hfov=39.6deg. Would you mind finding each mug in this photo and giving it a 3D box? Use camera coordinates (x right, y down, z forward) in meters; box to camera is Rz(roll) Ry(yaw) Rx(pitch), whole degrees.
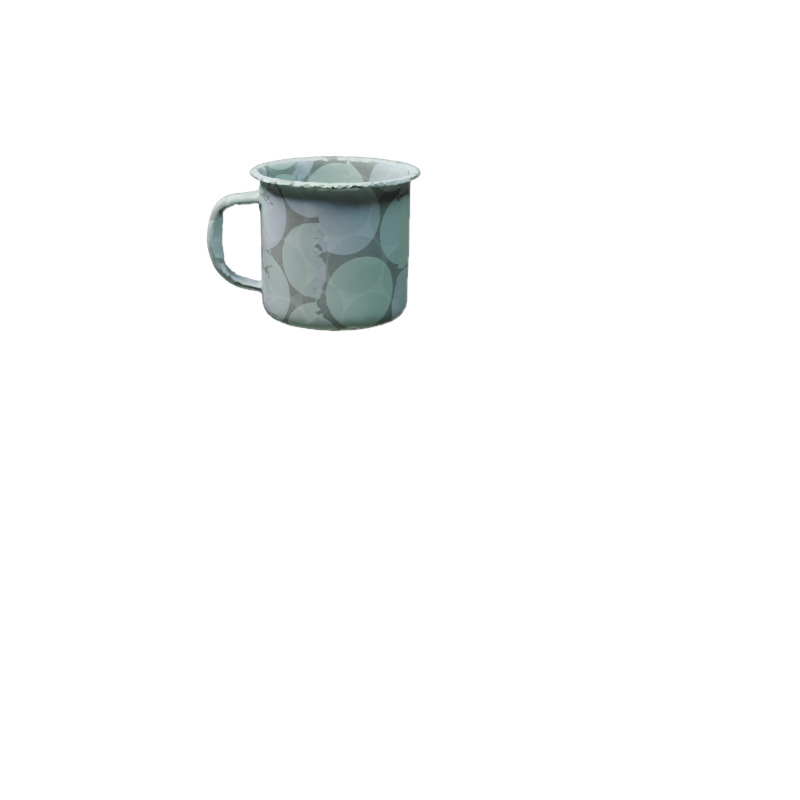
[{"bbox_3d":[-0.048,-0.087,0.612,0.116,0.079,0.098,-2,18,-7],"label":"mug"}]
